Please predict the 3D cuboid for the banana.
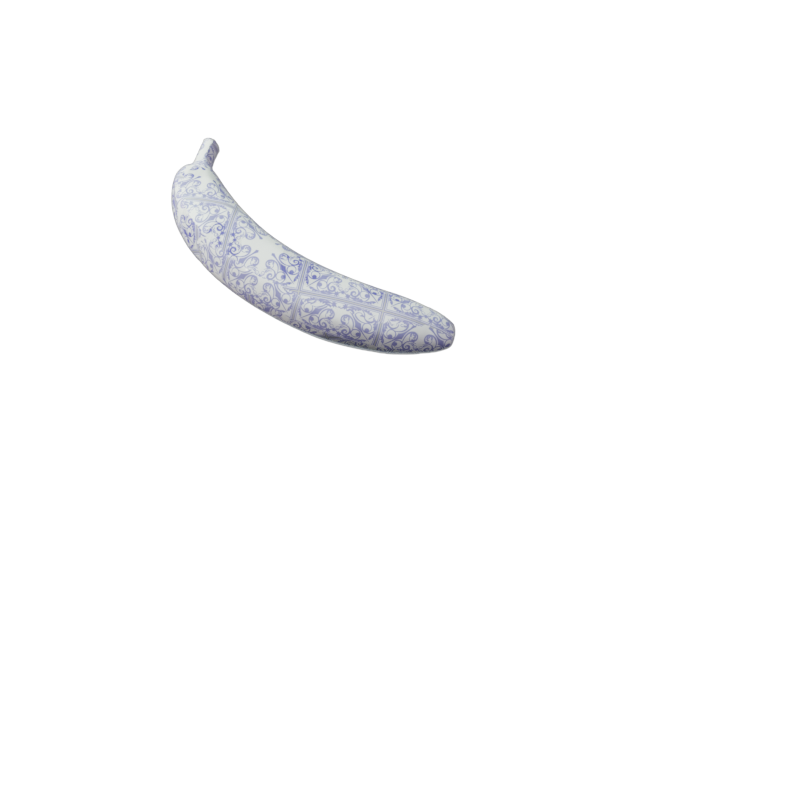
[{"bbox_3d":[-0.063,-0.078,0.606,0.208,0.070,0.034,40,-23,21],"label":"banana"}]
